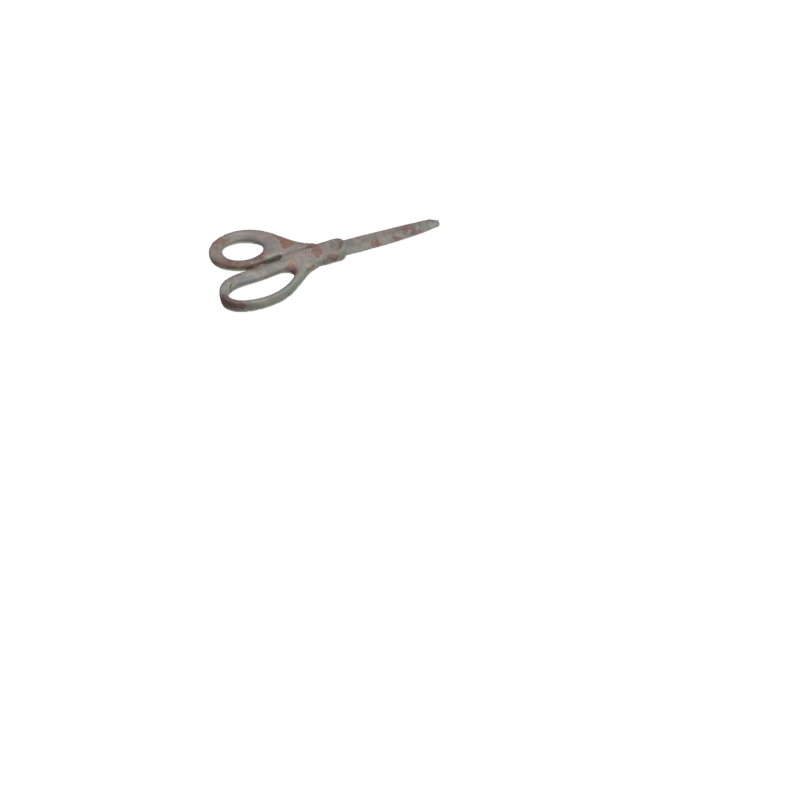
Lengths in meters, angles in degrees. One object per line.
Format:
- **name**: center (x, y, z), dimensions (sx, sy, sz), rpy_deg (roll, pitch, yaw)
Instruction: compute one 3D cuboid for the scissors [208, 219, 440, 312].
- **scissors**: center (-0.073, -0.133, 0.932), dimensions (0.202, 0.015, 0.103), rpy_deg (-31, 53, -26)
